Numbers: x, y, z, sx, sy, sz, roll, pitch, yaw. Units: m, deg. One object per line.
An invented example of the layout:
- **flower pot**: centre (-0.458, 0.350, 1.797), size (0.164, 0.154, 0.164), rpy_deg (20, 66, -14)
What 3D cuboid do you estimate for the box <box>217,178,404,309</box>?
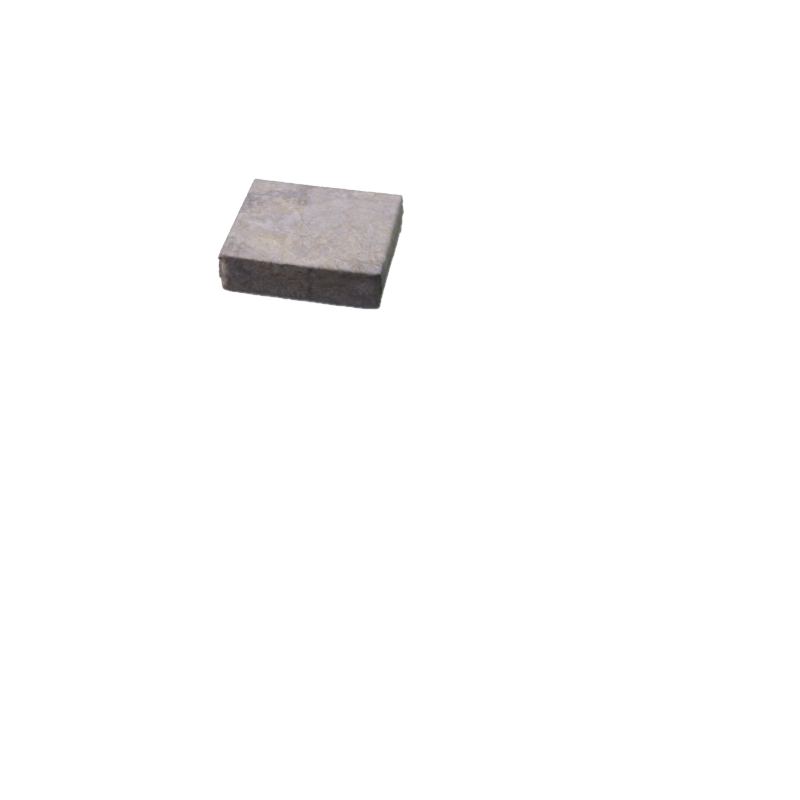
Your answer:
- **box**: centre (-0.060, -0.110, 0.771), size (0.115, 0.036, 0.095), rpy_deg (8, 45, 8)
